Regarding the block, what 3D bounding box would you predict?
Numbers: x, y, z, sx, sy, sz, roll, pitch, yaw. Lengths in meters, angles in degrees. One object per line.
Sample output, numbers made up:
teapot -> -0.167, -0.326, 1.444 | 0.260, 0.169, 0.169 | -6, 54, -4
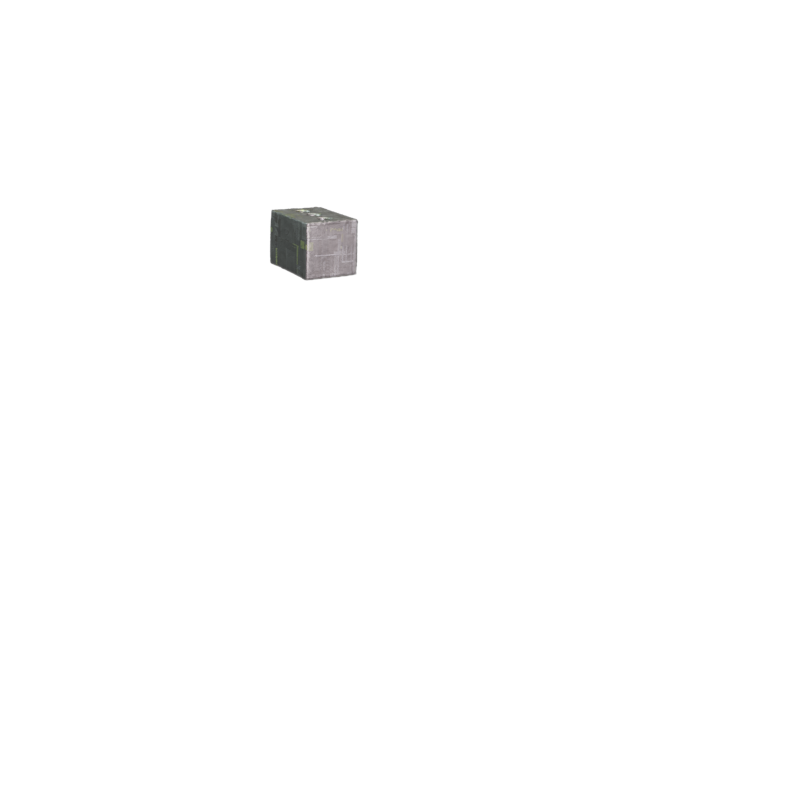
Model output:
block -> -0.078, -0.142, 0.993 | 0.051, 0.050, 0.083 | -8, 19, -28
